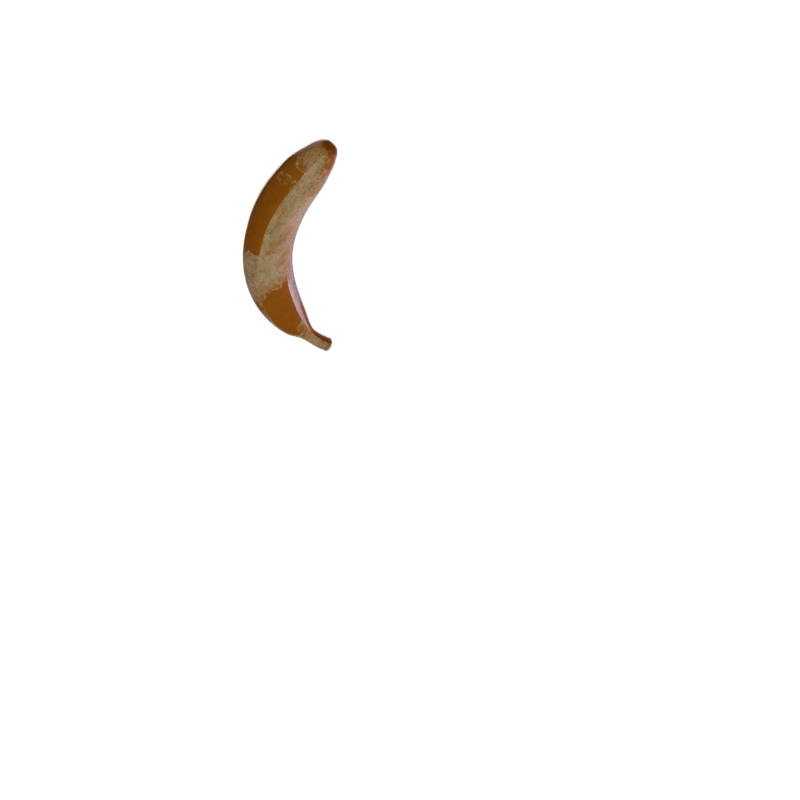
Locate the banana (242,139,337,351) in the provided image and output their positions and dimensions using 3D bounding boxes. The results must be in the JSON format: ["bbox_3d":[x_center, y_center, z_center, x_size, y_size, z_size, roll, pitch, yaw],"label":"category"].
[{"bbox_3d":[-0.083,-0.115,0.828,0.069,0.184,0.039,2,45,-3],"label":"banana"}]
